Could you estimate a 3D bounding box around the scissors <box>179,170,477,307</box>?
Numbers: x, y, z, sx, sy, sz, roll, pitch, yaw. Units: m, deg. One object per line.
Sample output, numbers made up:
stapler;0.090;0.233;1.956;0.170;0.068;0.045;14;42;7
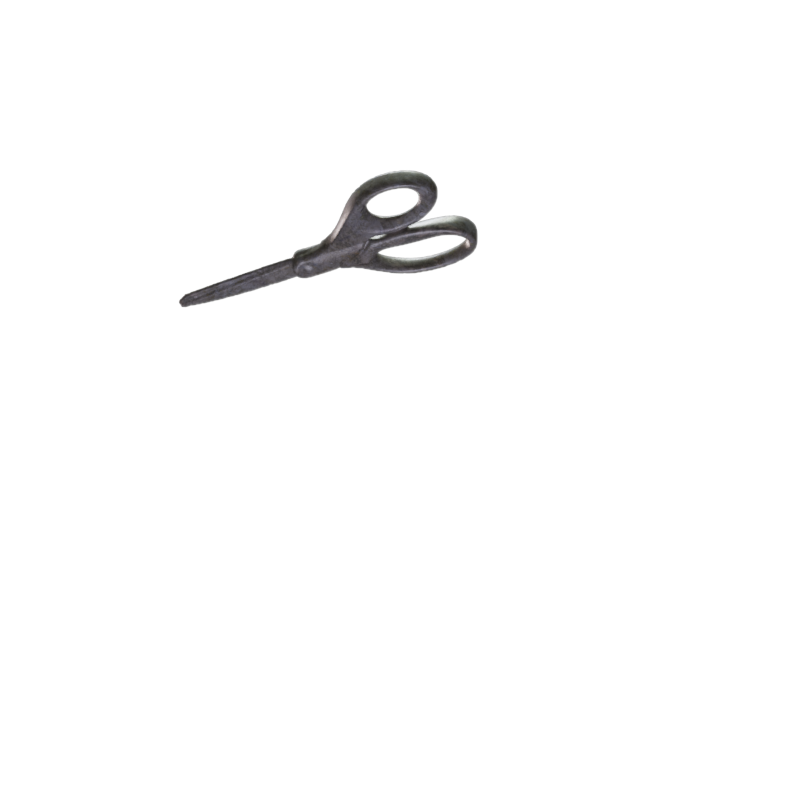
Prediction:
scissors;-0.054;-0.099;0.691;0.203;0.017;0.089;-6;-35;9
